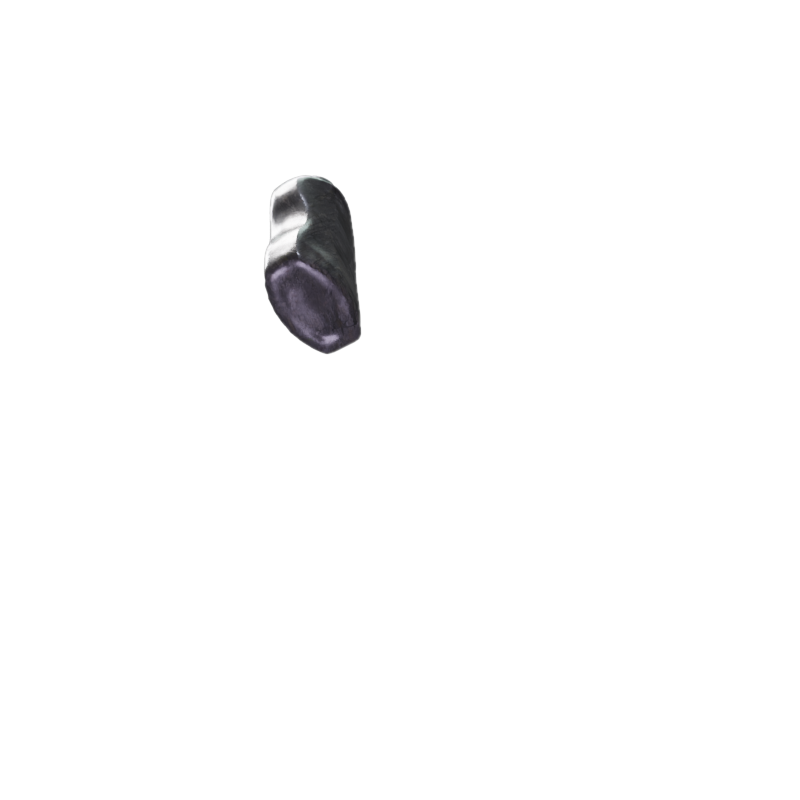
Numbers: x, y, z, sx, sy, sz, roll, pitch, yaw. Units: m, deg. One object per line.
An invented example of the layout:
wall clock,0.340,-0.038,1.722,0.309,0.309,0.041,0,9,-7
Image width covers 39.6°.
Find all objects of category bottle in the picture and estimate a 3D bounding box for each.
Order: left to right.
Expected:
bottle,-0.071,-0.130,0.912,0.058,0.090,0.205,-29,34,17
